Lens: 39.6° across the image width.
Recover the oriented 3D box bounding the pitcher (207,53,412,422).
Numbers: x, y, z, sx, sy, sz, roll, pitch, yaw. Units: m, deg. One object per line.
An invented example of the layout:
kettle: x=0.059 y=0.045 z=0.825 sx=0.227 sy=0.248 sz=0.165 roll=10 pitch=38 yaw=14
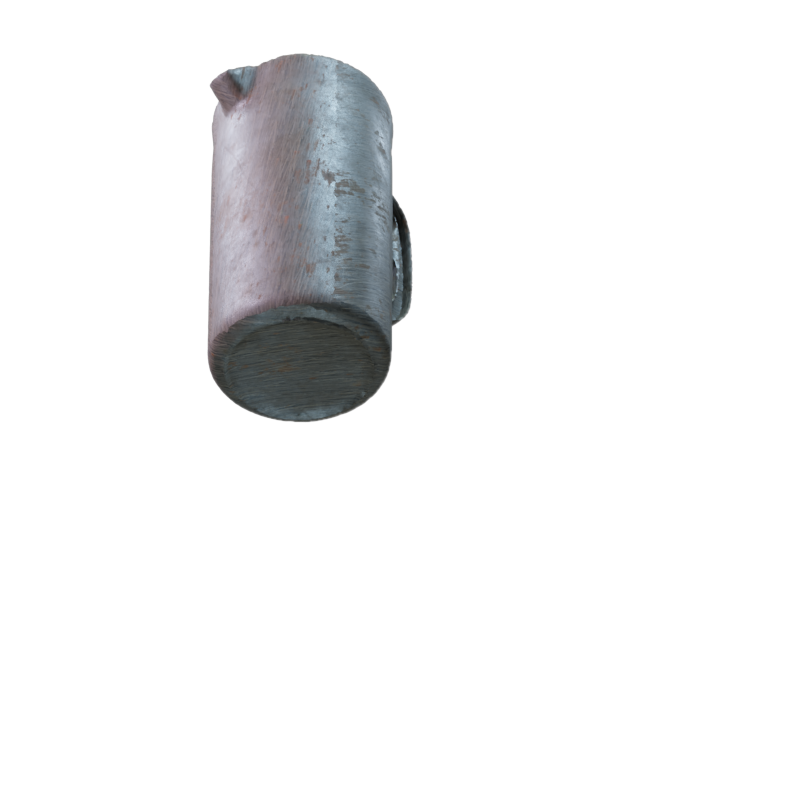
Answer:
pitcher: x=-0.057 y=-0.105 z=0.734 sx=0.149 sy=0.261 sz=0.135 roll=1 pitch=-44 yaw=-4
